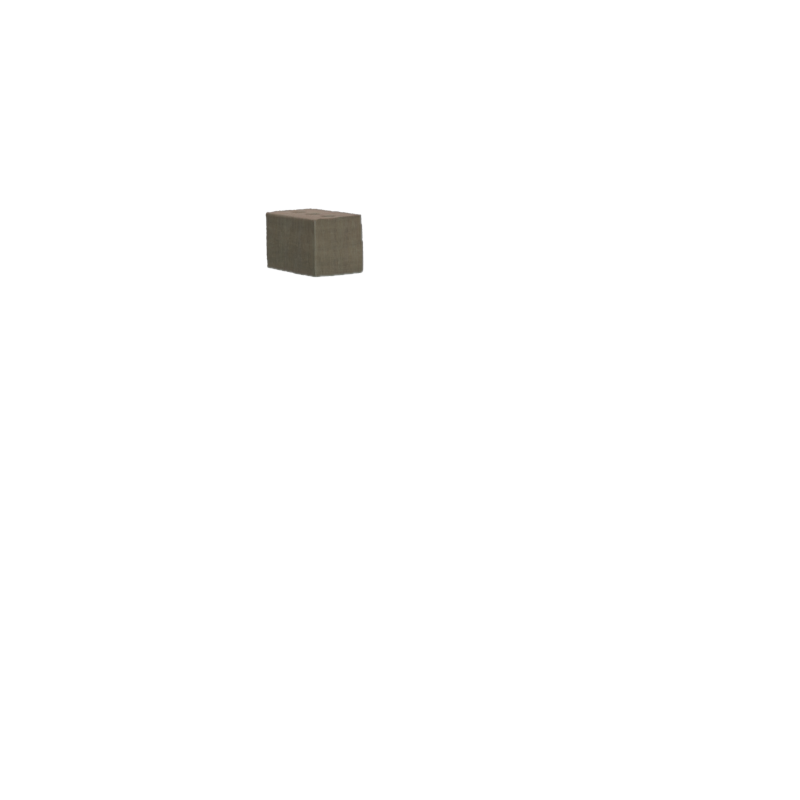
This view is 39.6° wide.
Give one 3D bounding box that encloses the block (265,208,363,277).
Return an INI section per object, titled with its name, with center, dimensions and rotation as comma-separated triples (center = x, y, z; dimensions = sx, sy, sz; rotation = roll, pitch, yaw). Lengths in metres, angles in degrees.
[block]
center = -0.076, -0.139, 0.975
dimensions = 0.051, 0.050, 0.082
rotation = -9, 15, -38
